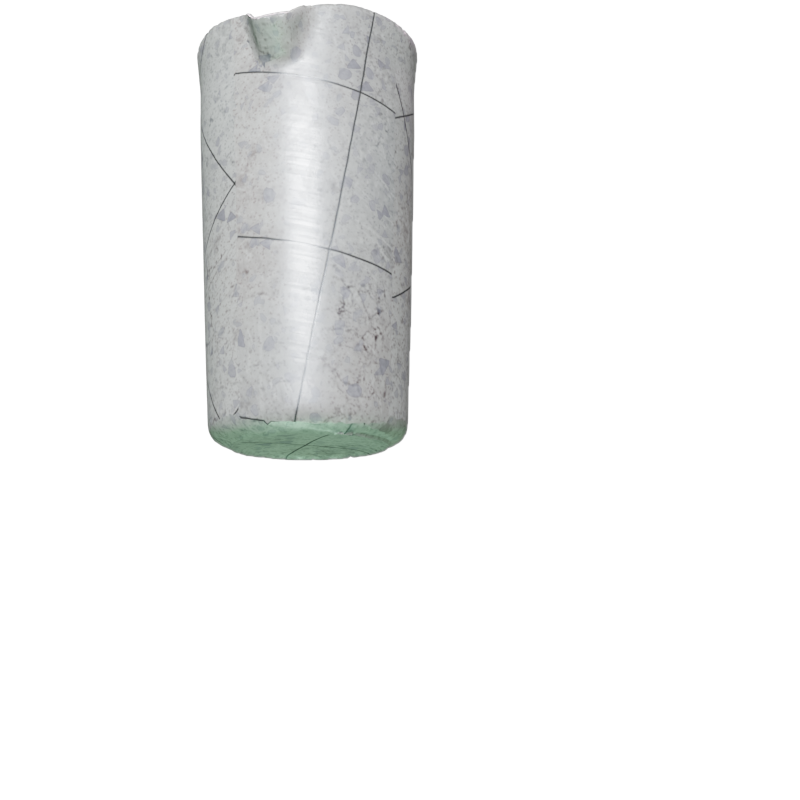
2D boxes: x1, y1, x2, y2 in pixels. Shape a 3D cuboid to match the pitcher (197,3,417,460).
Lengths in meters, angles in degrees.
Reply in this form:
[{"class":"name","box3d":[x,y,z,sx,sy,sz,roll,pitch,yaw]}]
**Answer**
[{"class":"pitcher","box3d":[-0.051,-0.092,0.645,0.142,0.254,0.145,10,-21,-33]}]
